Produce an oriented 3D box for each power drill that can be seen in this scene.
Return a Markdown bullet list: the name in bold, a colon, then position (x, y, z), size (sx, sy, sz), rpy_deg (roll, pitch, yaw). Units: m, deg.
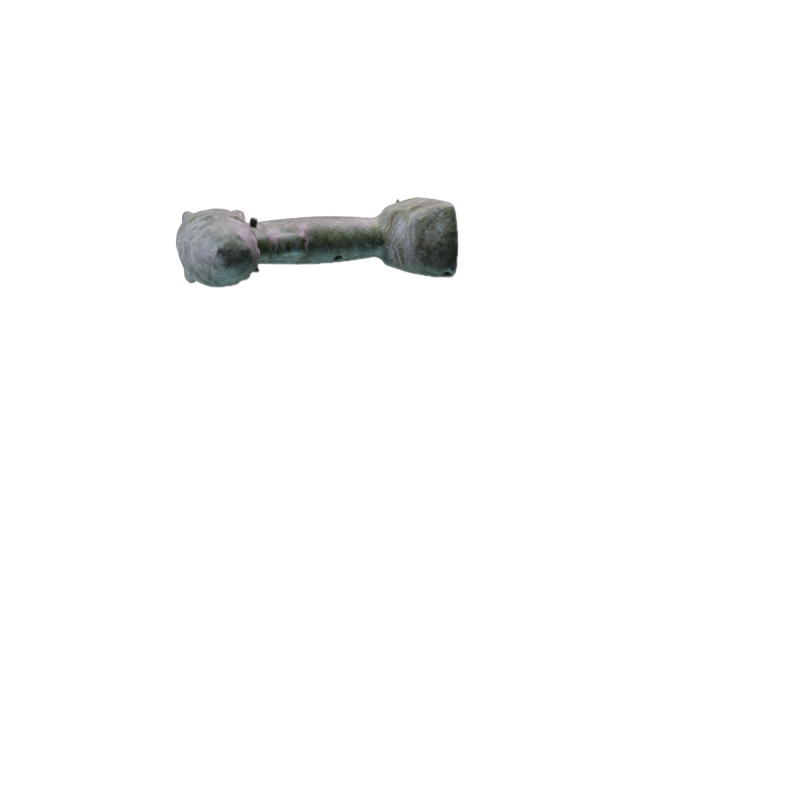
- **power drill**: position (-0.060, -0.109, 0.763), size (0.185, 0.056, 0.191), rpy_deg (-3, 12, -13)
